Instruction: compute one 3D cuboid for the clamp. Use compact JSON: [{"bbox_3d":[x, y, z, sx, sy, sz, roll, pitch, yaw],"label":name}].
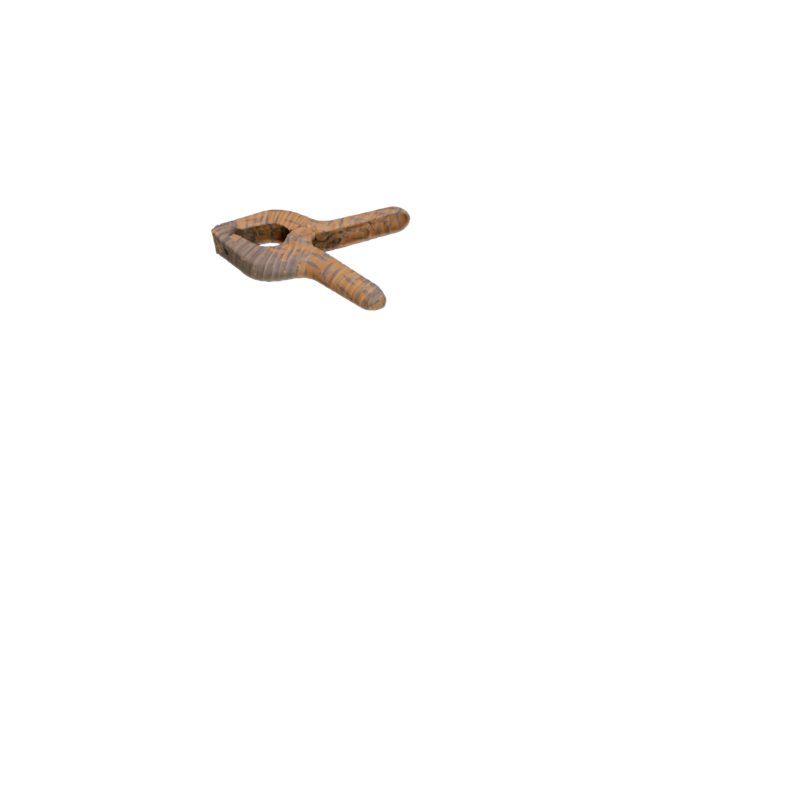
[{"bbox_3d":[-0.075,-0.138,0.964,0.177,0.037,0.125,15,43,16],"label":"clamp"}]
